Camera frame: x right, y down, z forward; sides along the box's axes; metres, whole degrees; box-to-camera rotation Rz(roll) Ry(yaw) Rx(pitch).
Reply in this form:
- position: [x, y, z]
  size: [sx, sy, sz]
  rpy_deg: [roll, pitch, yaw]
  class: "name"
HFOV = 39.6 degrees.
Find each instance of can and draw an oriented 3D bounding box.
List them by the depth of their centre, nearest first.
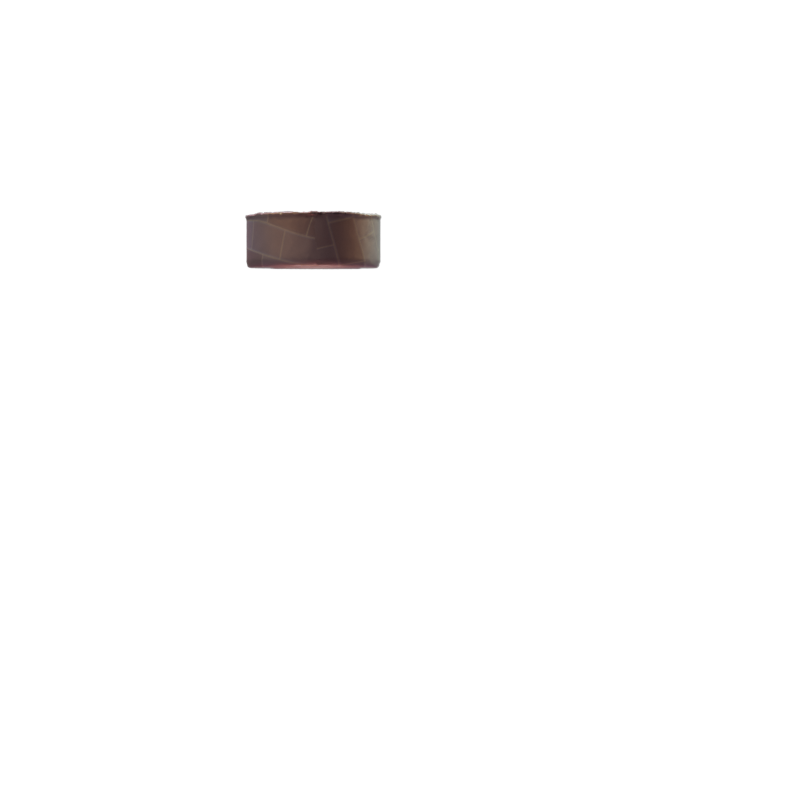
- position: [-0.055, -0.100, 0.697]
  size: [0.086, 0.033, 0.086]
  rpy_deg: [0, 5, -2]
  class: "can"
